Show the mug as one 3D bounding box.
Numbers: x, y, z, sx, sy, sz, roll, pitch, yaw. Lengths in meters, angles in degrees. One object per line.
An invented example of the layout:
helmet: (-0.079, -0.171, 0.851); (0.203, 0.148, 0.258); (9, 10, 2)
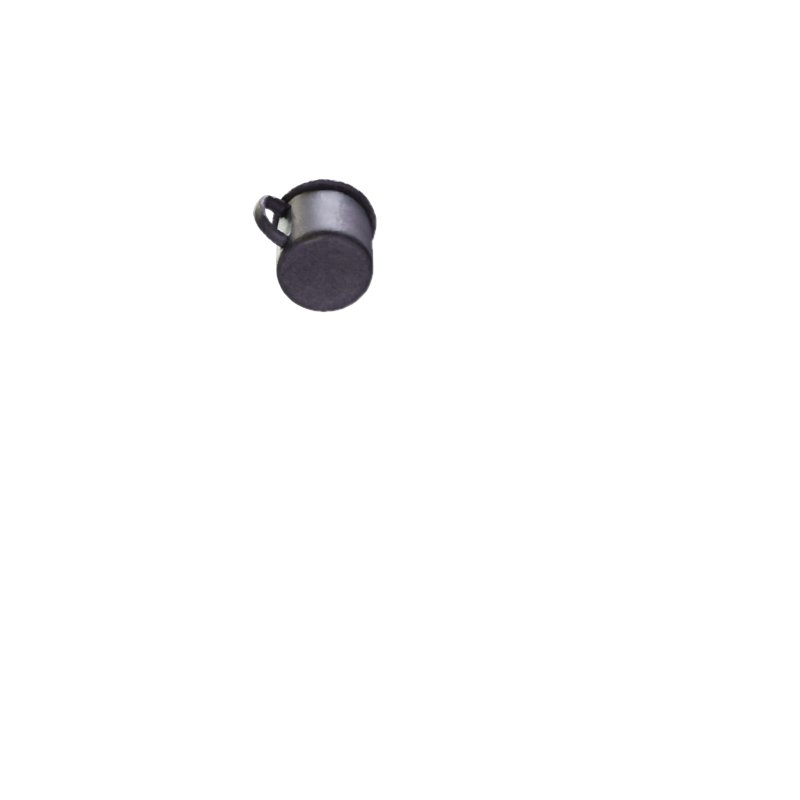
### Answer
mug: (-0.074, -0.135, 0.946); (0.112, 0.091, 0.087); (32, 29, -22)
